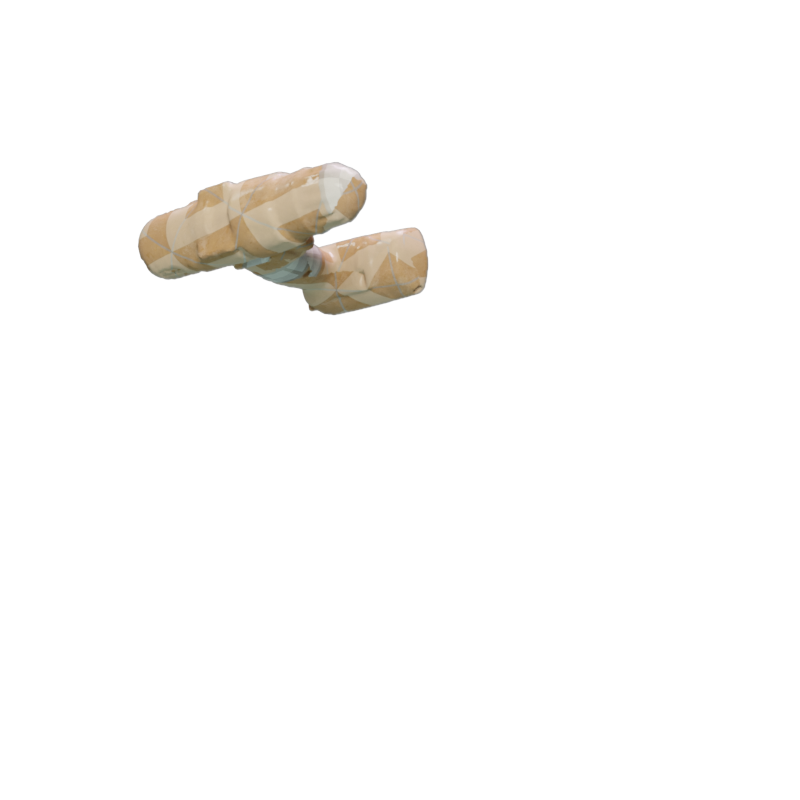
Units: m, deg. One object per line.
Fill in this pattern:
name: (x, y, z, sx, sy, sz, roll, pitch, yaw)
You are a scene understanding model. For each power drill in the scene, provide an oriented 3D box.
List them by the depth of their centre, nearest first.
power drill: (-0.061, -0.112, 0.782, 0.189, 0.059, 0.177, -8, -14, 36)
